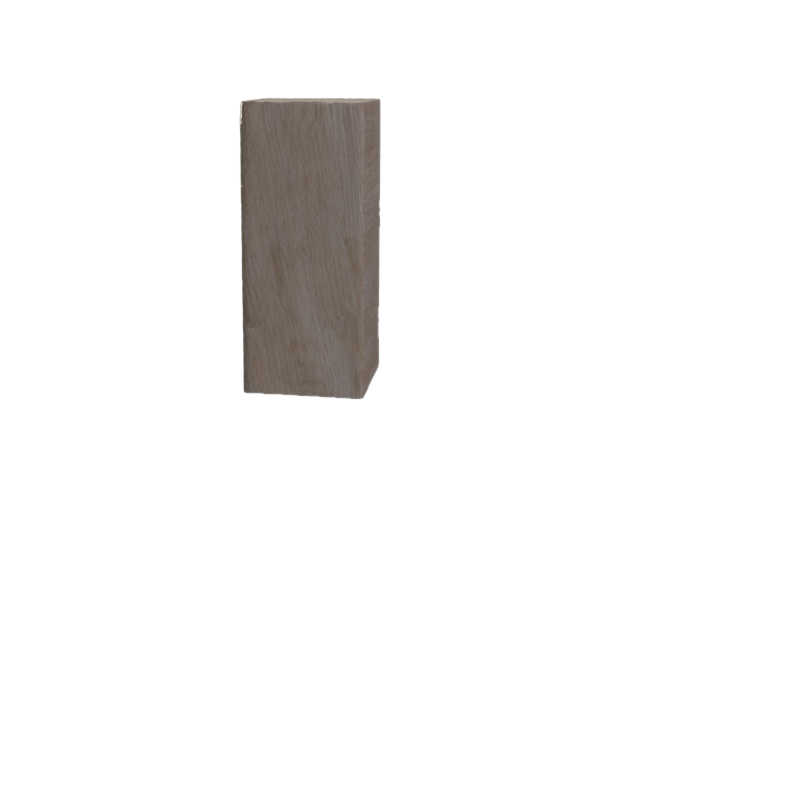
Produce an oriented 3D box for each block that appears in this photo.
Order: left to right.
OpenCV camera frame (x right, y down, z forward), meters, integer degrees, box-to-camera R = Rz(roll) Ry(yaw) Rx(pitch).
[{"bbox_3d":[-0.064,-0.115,0.807,0.091,0.201,0.092,2,11,7],"label":"block"}]
